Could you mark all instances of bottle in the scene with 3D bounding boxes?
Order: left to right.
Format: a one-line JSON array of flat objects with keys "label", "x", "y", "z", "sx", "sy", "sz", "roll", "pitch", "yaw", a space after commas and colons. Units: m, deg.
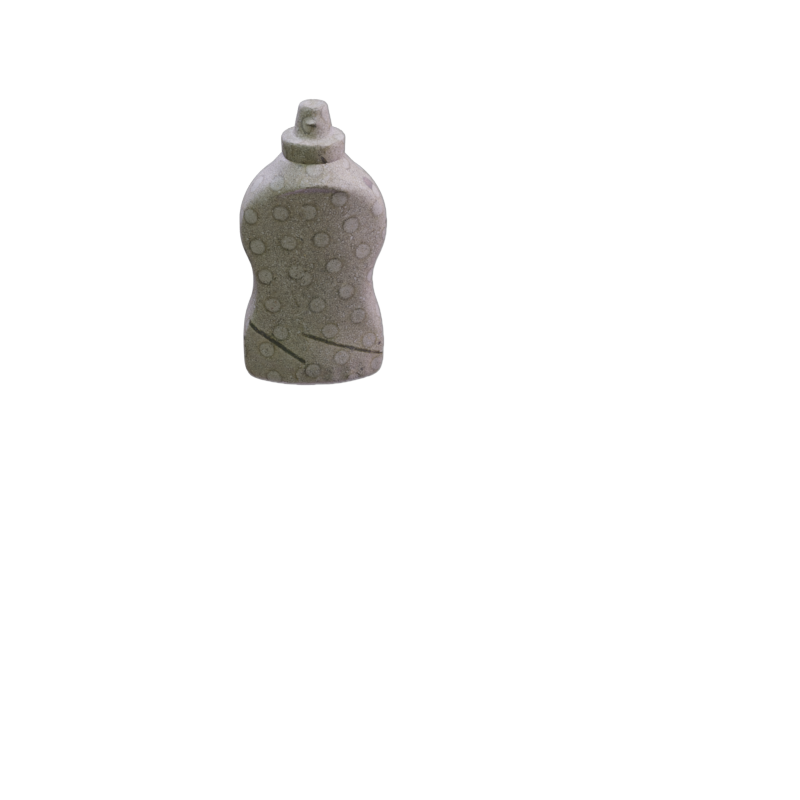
[{"label": "bottle", "x": -0.057, "y": -0.104, "z": 0.730, "sx": 0.096, "sy": 0.181, "sz": 0.062, "roll": 0, "pitch": 27, "yaw": -2}]
